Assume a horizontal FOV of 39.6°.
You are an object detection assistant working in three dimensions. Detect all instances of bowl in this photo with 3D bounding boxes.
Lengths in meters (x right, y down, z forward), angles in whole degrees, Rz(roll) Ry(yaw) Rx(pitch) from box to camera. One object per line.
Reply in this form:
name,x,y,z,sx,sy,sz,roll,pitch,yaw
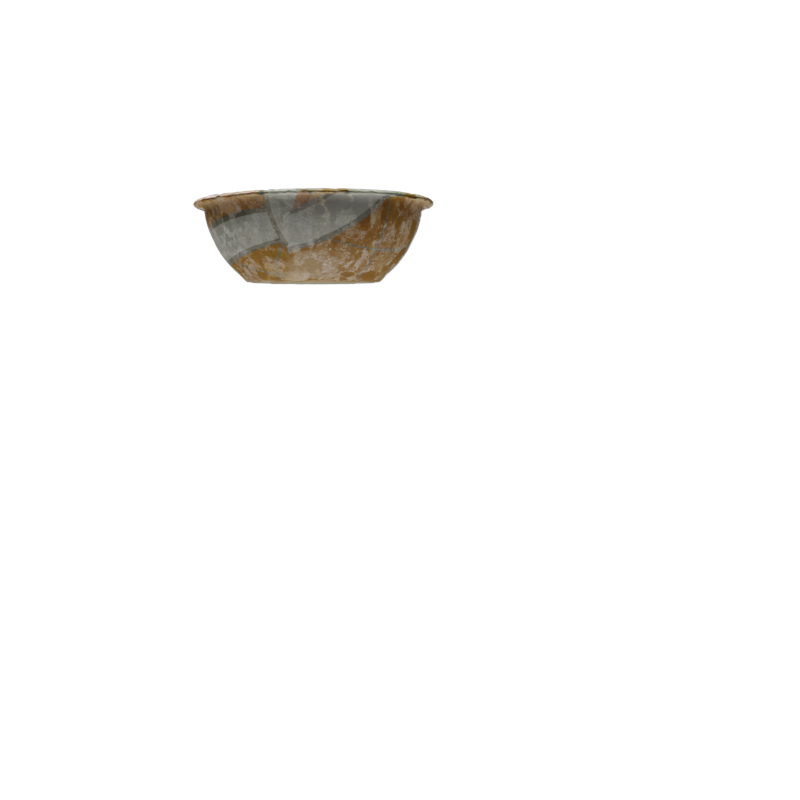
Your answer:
bowl,-0.058,-0.107,0.747,0.162,0.055,0.162,0,3,-2
